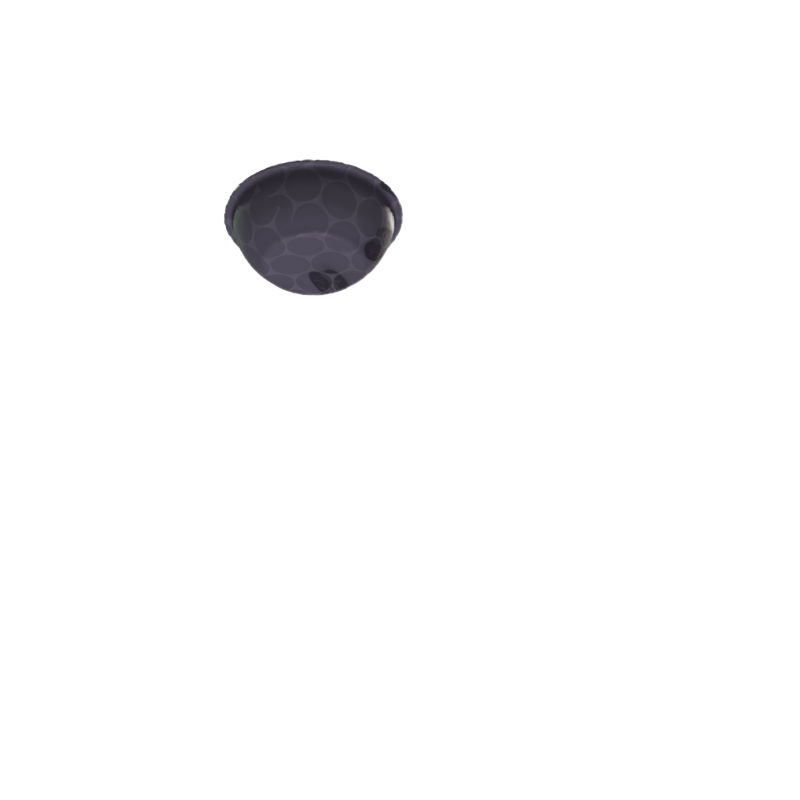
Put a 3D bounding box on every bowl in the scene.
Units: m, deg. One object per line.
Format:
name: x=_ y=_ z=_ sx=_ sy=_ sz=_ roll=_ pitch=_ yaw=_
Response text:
bowl: x=-0.077 y=-0.141 z=0.987 sx=0.162 sy=0.059 sz=0.152 roll=1 pitch=-33 yaw=-2
